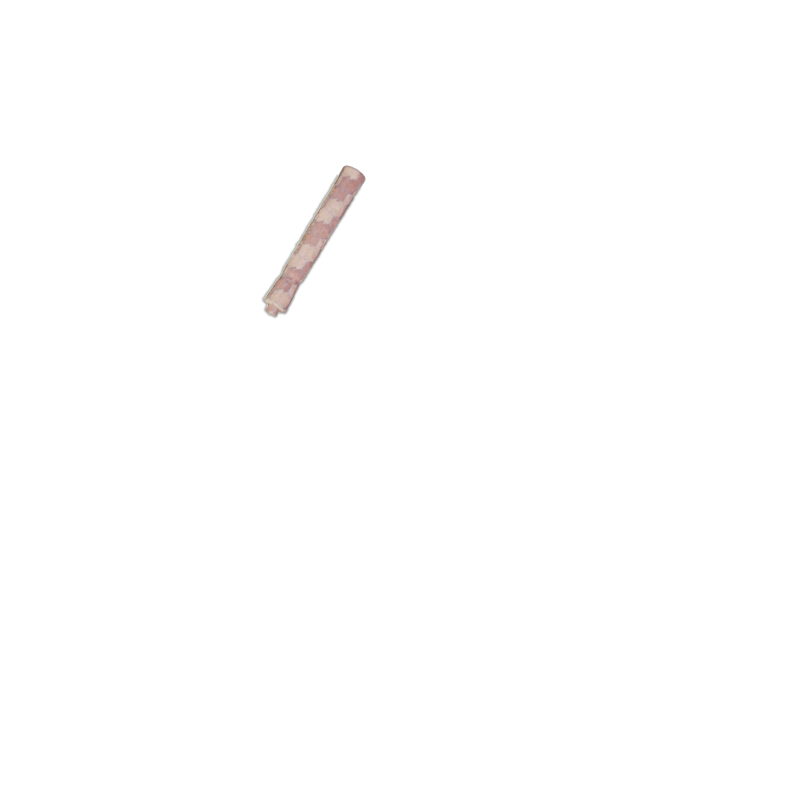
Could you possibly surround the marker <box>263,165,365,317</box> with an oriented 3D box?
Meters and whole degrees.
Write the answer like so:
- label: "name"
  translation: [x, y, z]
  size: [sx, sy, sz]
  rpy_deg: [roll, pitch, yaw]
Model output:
- label: "marker"
  translation: [-0.062, -0.112, 0.787]
  size: [0.020, 0.123, 0.019]
  rpy_deg: [28, -14, 4]
